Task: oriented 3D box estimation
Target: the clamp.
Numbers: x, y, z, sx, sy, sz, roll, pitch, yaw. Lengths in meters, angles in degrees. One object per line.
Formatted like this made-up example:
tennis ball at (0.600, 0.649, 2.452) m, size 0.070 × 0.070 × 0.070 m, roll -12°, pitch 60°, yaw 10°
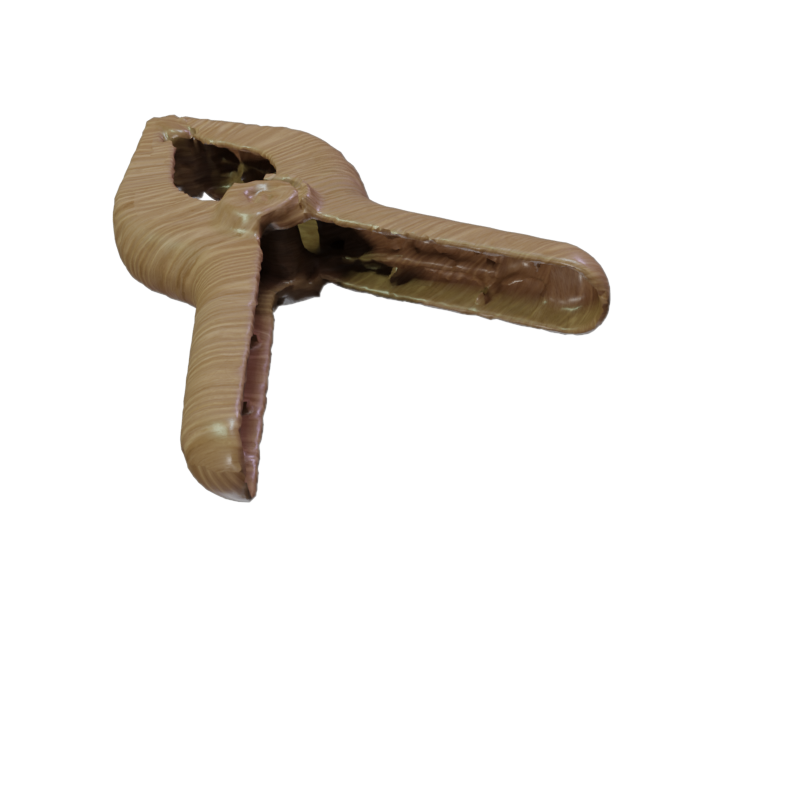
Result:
clamp at (-0.026, -0.047, 0.329) m, size 0.118 × 0.037 × 0.186 m, roll -15°, pitch 40°, yaw -18°
